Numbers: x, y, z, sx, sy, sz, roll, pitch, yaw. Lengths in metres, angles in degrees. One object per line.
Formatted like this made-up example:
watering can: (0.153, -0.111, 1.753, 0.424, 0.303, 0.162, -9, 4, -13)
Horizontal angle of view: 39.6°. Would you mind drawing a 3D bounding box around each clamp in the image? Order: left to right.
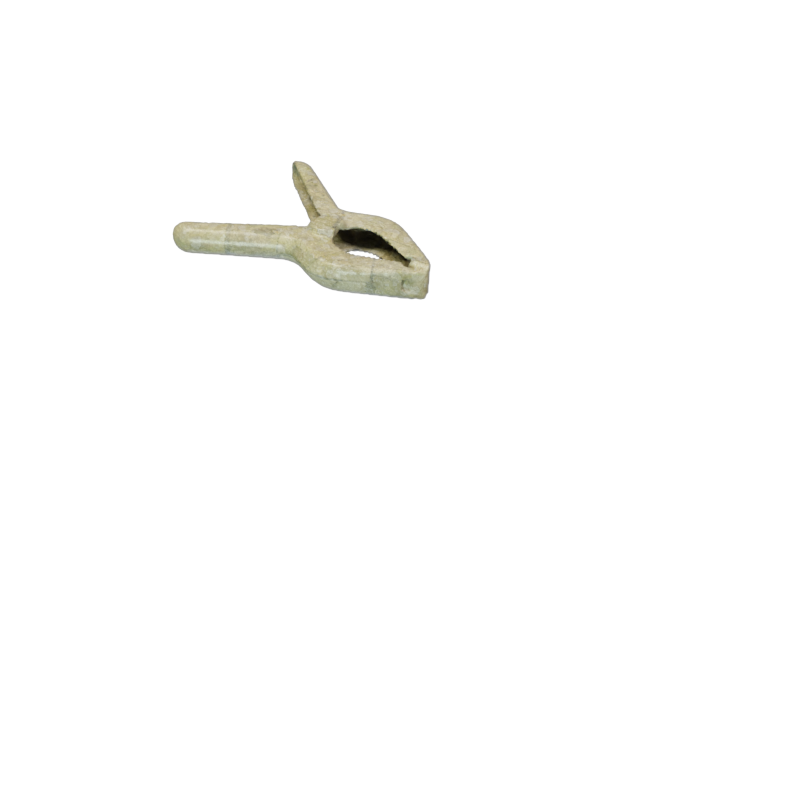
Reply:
clamp: (-0.071, -0.130, 0.910, 0.224, 0.034, 0.165, 31, 47, 34)
